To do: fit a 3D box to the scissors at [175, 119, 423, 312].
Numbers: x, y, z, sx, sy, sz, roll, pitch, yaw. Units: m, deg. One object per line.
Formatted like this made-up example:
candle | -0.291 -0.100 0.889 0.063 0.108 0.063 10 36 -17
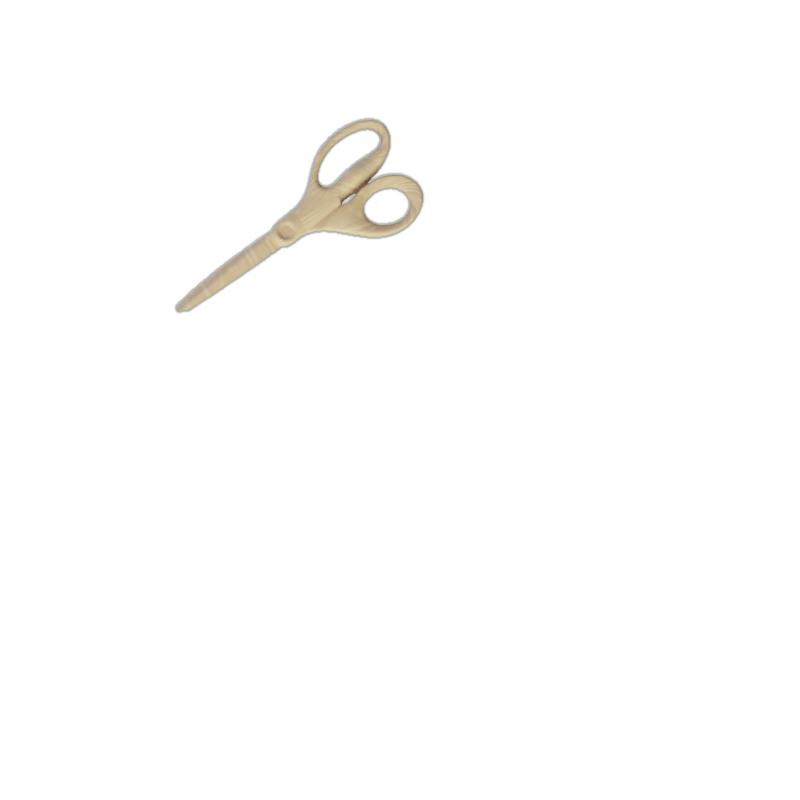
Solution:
scissors | -0.063 -0.115 0.807 0.098 0.203 0.015 37 -9 6
